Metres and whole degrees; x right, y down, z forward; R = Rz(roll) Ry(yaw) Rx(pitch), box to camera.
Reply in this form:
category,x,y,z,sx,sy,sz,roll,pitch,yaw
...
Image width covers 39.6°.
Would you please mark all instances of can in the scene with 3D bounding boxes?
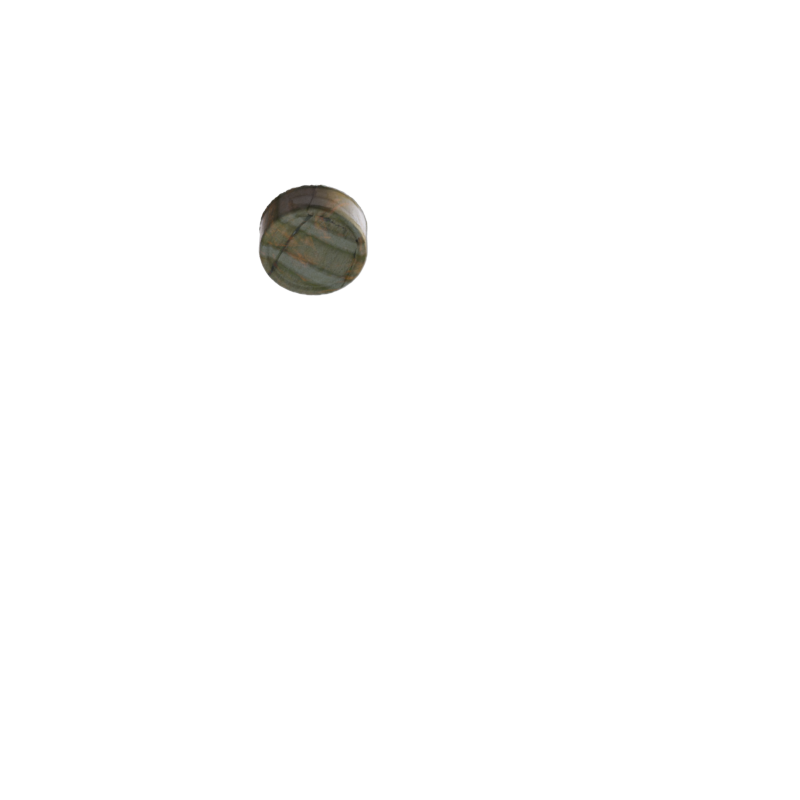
category,x,y,z,sx,sy,sz,roll,pitch,yaw
can,-0.068,-0.124,0.866,0.086,0.080,0.036,1,39,-1
